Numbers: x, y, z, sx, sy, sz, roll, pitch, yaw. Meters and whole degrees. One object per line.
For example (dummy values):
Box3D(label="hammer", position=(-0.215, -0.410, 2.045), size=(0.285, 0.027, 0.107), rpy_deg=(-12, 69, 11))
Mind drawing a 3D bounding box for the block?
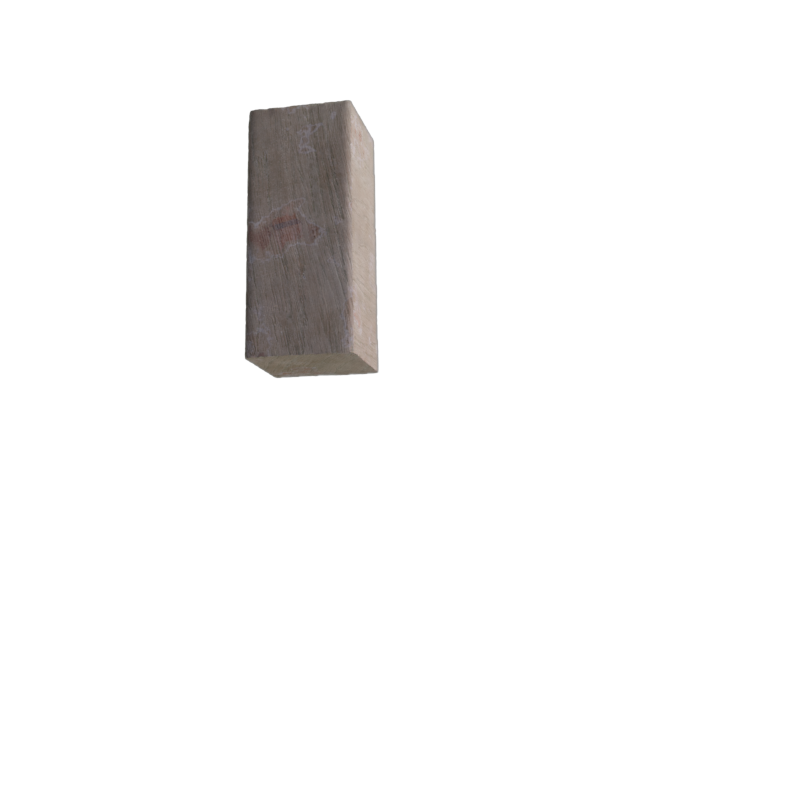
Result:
Box3D(label="block", position=(-0.072, -0.129, 0.906), size=(0.091, 0.214, 0.086), rpy_deg=(-4, -16, 12))
